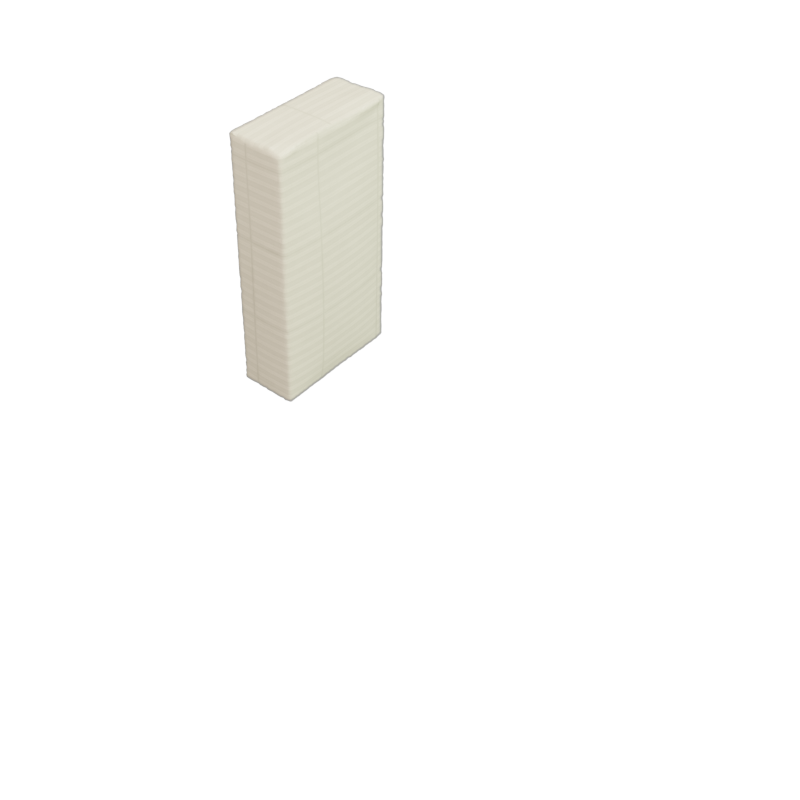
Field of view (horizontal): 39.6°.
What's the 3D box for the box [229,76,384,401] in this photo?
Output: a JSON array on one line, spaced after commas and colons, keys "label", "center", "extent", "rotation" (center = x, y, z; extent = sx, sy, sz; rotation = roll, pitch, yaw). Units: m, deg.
[{"label": "box", "center": [-0.052, -0.095, 0.667], "extent": [0.051, 0.165, 0.094], "rotation": [28, 46, 27]}]
